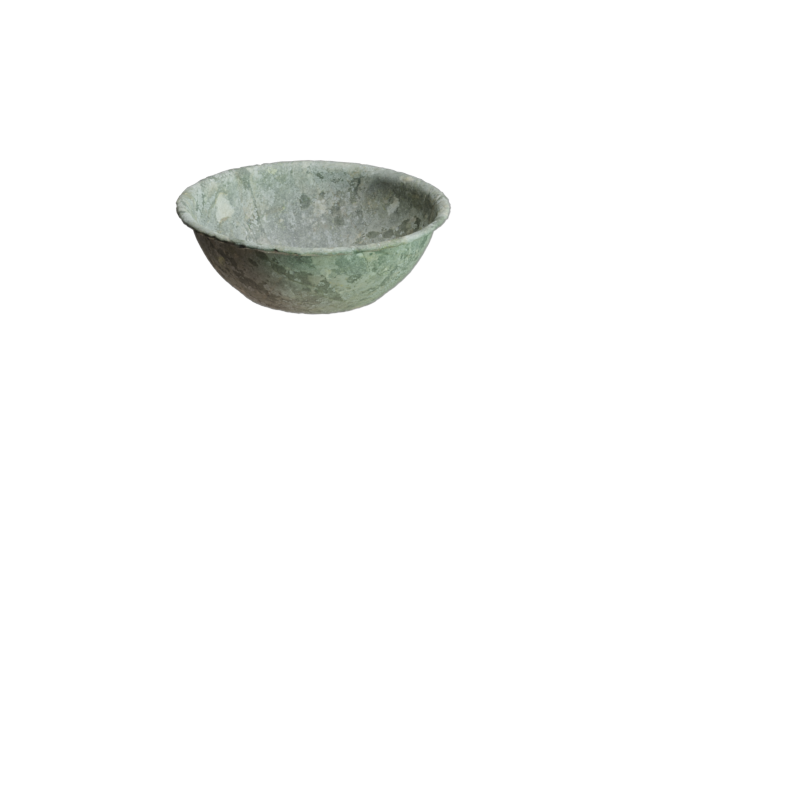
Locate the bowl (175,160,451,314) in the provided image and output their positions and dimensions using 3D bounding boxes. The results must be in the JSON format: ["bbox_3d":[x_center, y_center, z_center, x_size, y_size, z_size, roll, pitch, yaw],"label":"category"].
[{"bbox_3d":[-0.052,-0.095,0.663,0.162,0.052,0.171,-1,28,-2],"label":"bowl"}]
